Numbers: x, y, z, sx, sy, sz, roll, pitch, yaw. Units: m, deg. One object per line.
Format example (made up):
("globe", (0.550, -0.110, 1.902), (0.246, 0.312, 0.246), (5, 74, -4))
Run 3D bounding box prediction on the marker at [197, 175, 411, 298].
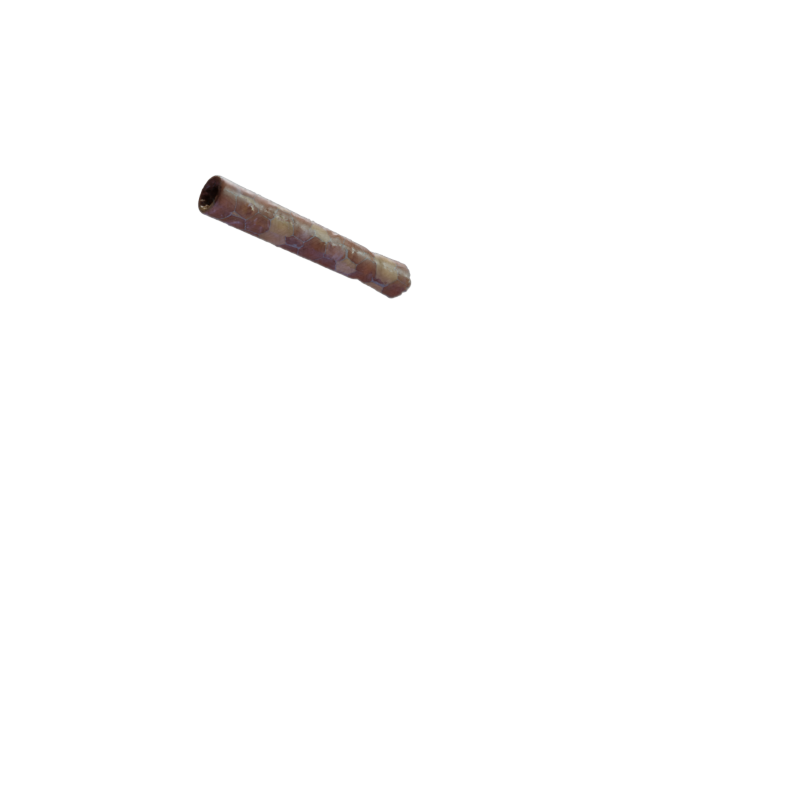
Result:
("marker", (-0.041, -0.075, 0.525), (0.114, 0.020, 0.021), (21, -9, -34))
